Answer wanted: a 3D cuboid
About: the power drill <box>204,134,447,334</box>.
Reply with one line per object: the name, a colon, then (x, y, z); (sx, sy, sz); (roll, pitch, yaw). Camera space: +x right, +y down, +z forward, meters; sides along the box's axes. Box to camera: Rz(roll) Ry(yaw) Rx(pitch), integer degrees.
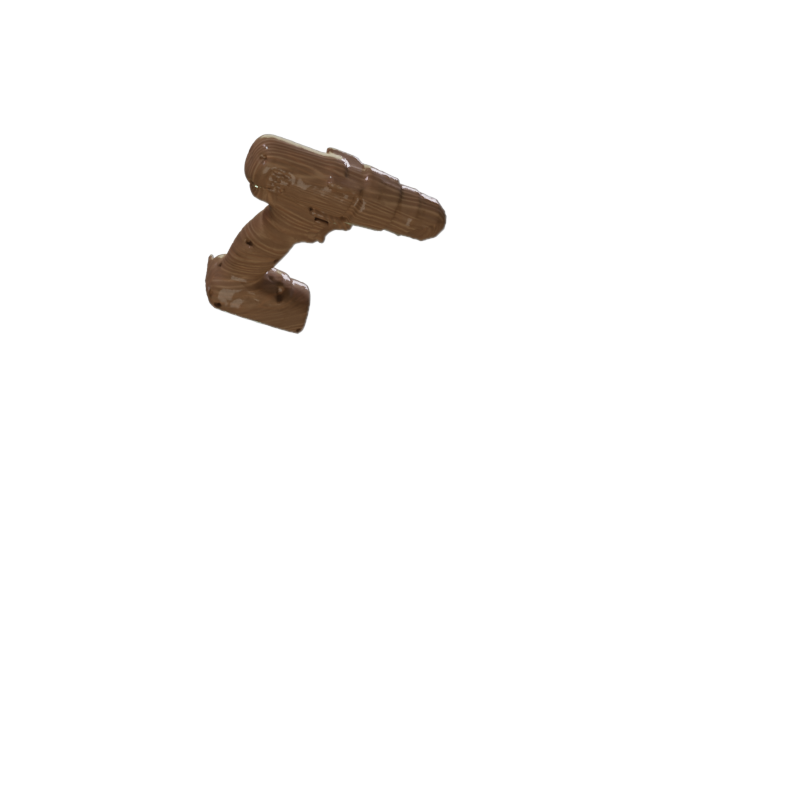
power drill: (-0.076, -0.139, 0.977); (0.178, 0.062, 0.181); (20, -47, -20)
